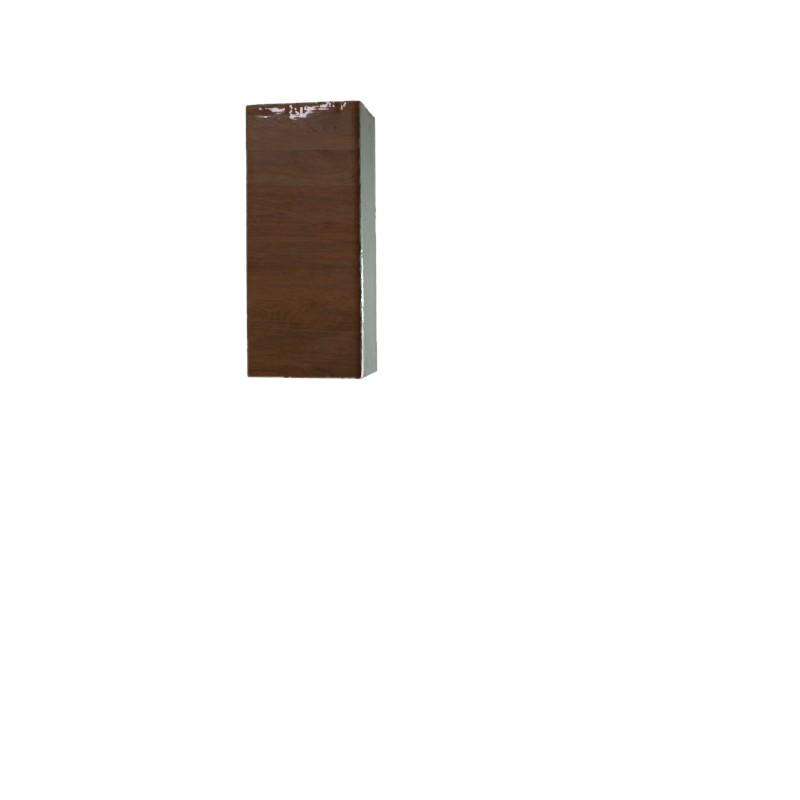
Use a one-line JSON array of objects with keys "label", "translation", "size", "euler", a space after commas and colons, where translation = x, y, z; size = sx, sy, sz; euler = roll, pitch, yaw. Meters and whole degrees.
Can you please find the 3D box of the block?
[{"label": "block", "translation": [-0.068, -0.124, 0.867], "size": [0.092, 0.207, 0.089], "euler": [0, -1, 9]}]
